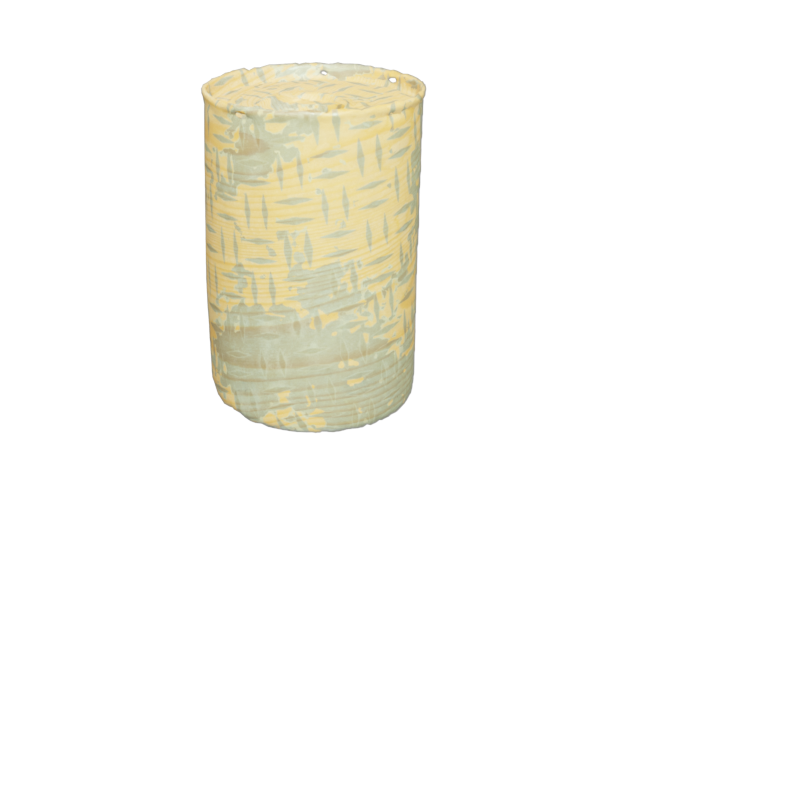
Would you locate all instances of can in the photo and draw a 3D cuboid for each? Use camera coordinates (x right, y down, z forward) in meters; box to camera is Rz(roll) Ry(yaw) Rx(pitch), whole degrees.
[{"bbox_3d":[-0.028,-0.050,0.352,0.068,0.097,0.072,0,23,-2],"label":"can"}]
